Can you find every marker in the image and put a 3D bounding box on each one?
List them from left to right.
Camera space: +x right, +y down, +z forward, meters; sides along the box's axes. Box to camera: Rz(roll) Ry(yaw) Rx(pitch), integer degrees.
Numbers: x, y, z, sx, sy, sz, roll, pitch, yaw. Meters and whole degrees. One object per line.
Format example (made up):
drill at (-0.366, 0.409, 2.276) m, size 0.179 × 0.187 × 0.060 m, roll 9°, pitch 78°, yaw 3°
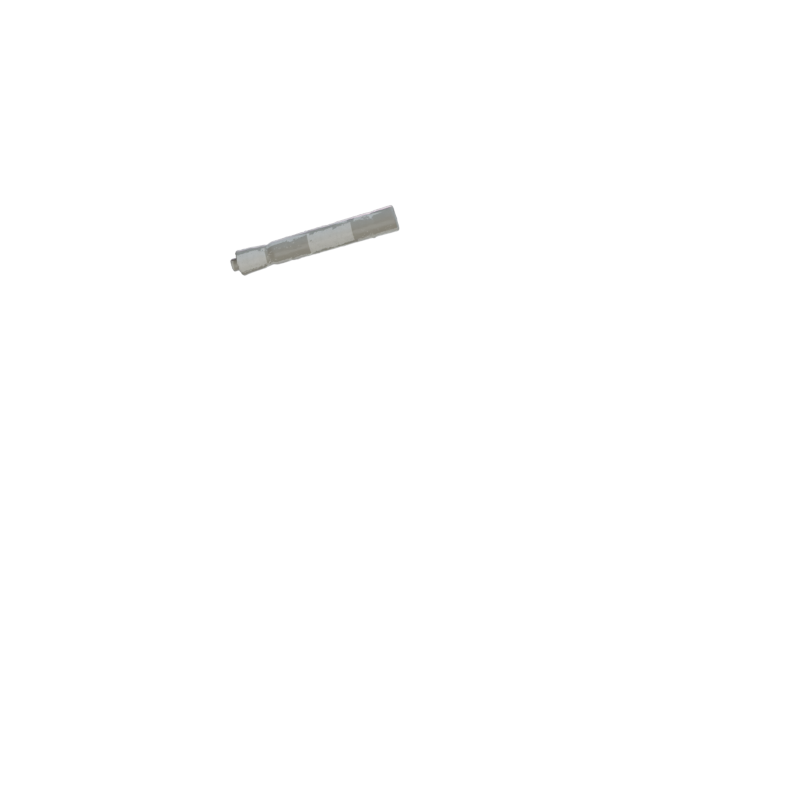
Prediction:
marker at (-0.061, -0.111, 0.779) m, size 0.121 × 0.020 × 0.020 m, roll -15°, pitch 2°, yaw 7°
